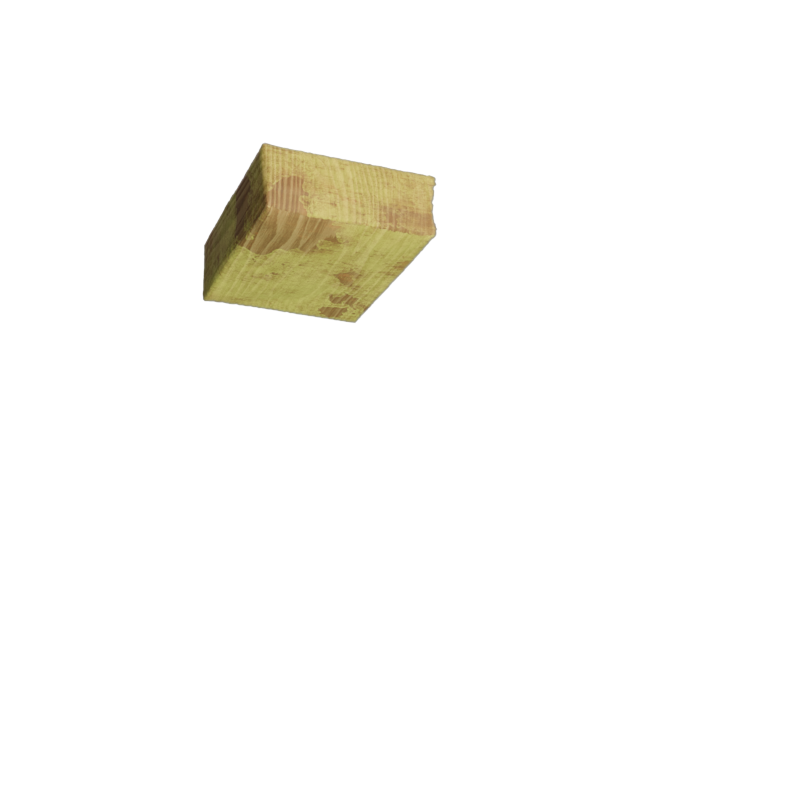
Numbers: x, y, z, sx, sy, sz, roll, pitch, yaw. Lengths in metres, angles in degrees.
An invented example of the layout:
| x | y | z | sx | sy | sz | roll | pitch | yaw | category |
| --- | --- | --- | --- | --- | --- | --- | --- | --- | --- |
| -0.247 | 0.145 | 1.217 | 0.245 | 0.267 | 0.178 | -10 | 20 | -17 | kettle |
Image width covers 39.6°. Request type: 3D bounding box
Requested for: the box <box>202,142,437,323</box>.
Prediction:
| x | y | z | sx | sy | sz | roll | pitch | yaw | category |
| --- | --- | --- | --- | --- | --- | --- | --- | --- | --- |
| -0.044 | -0.081 | 0.566 | 0.087 | 0.041 | 0.111 | 8 | -21 | -21 | box |
